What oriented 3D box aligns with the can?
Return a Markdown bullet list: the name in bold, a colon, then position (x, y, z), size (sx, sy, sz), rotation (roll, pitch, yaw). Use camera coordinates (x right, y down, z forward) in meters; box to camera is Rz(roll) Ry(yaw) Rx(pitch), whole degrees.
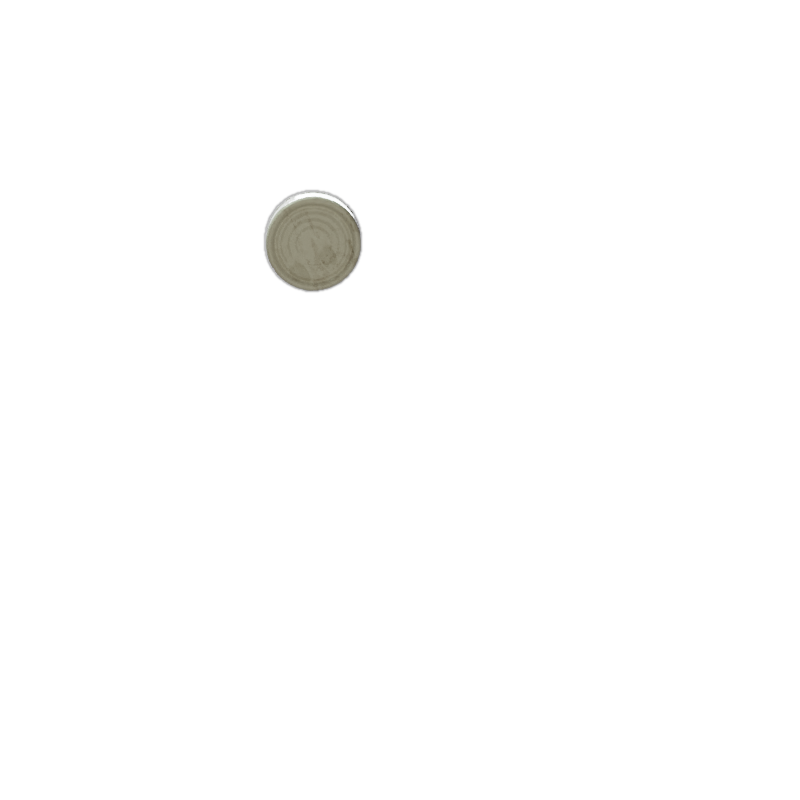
- **can**: position (-0.077, -0.140, 0.978), size (0.086, 0.084, 0.034), rotation (0, 12, -1)
